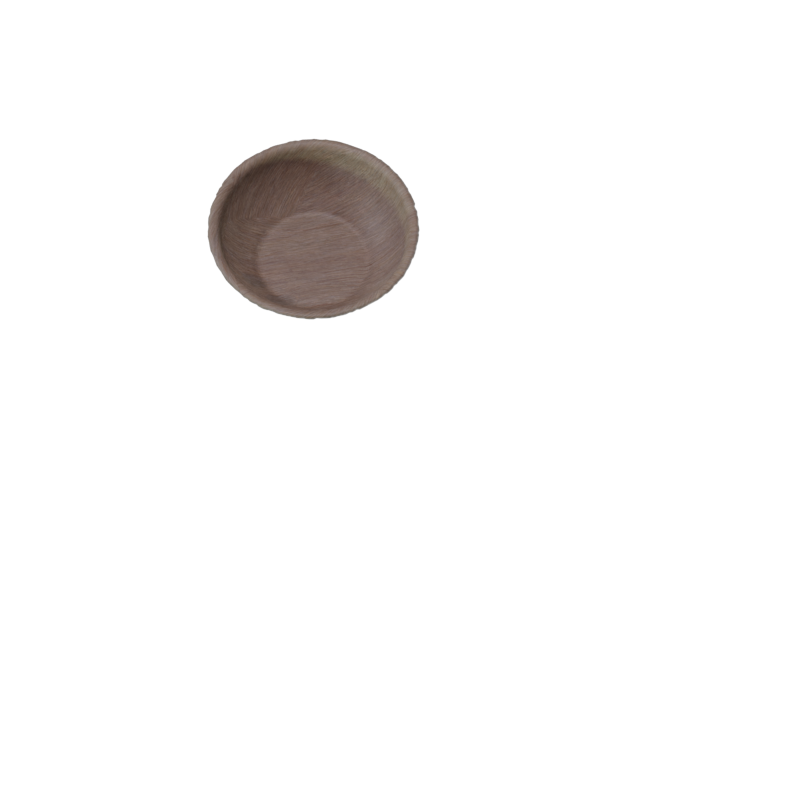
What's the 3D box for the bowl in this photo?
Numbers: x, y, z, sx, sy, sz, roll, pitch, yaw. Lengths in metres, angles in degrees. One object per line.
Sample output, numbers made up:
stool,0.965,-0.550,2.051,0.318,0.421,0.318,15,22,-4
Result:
bowl,-0.068,-0.124,0.867,0.162,0.172,0.052,-1,-29,-1
